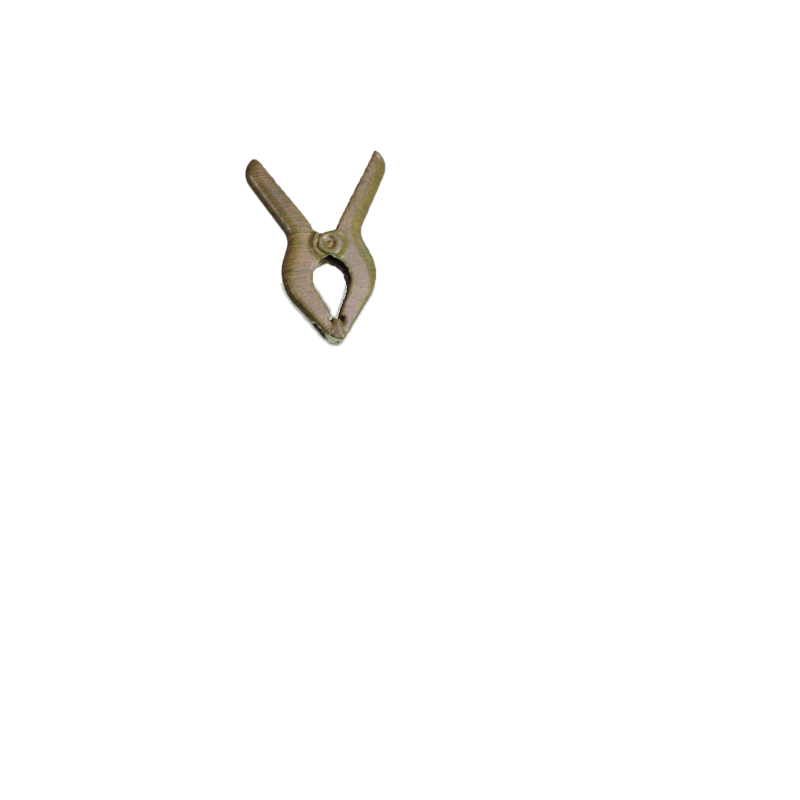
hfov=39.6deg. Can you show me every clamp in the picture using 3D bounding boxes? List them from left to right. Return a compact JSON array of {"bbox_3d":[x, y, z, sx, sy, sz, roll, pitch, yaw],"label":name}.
[{"bbox_3d":[-0.073,-0.133,0.933,0.120,0.179,0.037,1,-20,0],"label":"clamp"}]
